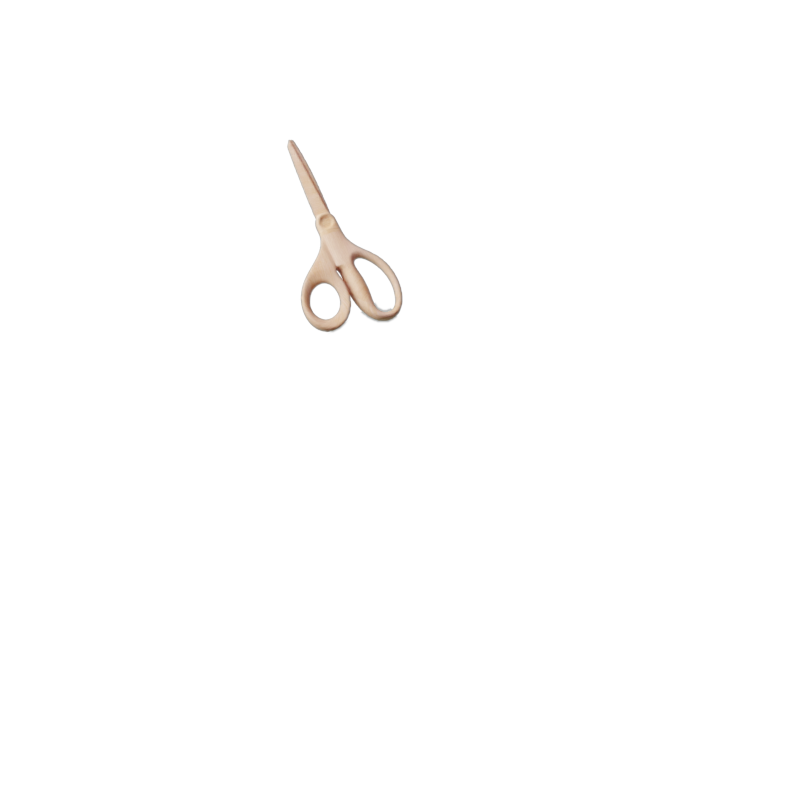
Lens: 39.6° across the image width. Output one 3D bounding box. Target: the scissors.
[{"bbox_3d":[-0.078,-0.142,0.994,0.096,0.213,0.015,-33,-22,-15],"label":"scissors"}]
